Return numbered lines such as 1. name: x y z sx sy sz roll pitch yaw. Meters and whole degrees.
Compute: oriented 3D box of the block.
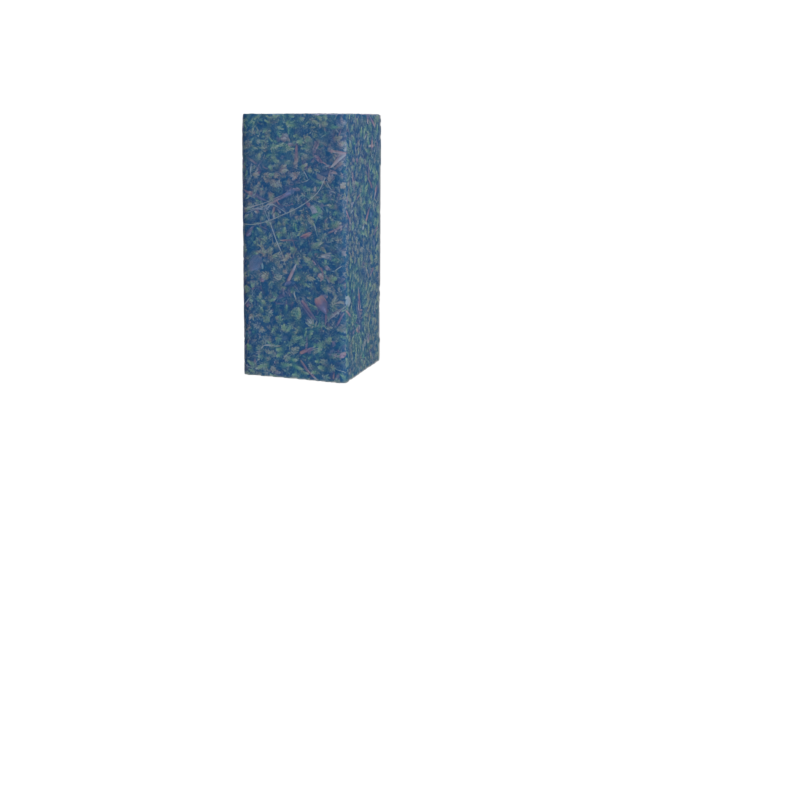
1. block: -0.071 -0.128 0.896 0.092 0.202 0.090 3 9 18
